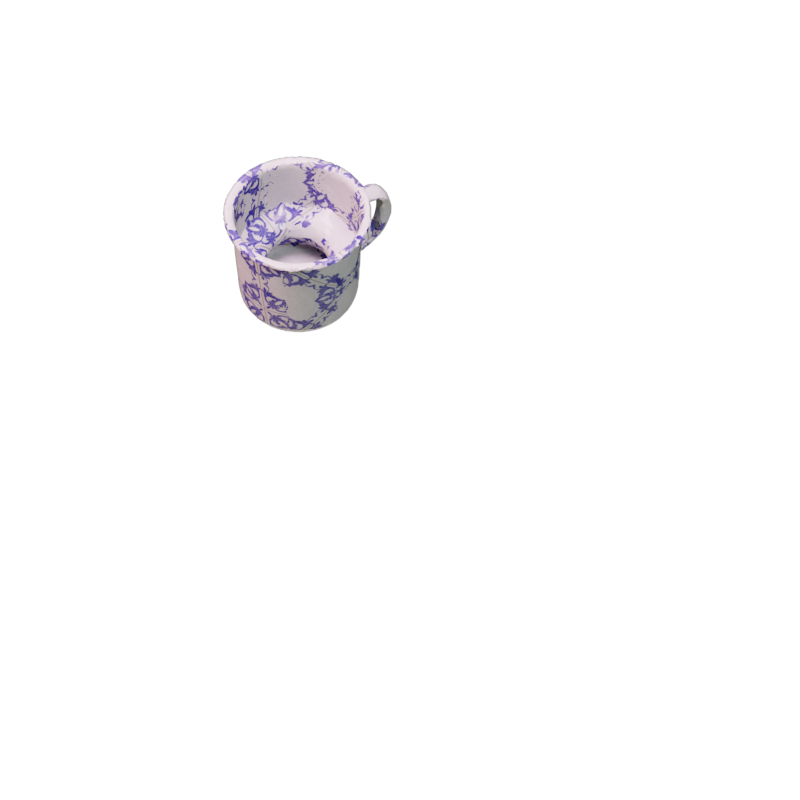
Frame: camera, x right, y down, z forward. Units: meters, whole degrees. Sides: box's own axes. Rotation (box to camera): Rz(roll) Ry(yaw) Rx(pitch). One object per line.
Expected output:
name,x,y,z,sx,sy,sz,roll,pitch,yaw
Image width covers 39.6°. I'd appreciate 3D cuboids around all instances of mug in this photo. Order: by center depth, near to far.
mug,-0.057,-0.104,0.728,0.117,0.100,0.076,-30,-28,-20
